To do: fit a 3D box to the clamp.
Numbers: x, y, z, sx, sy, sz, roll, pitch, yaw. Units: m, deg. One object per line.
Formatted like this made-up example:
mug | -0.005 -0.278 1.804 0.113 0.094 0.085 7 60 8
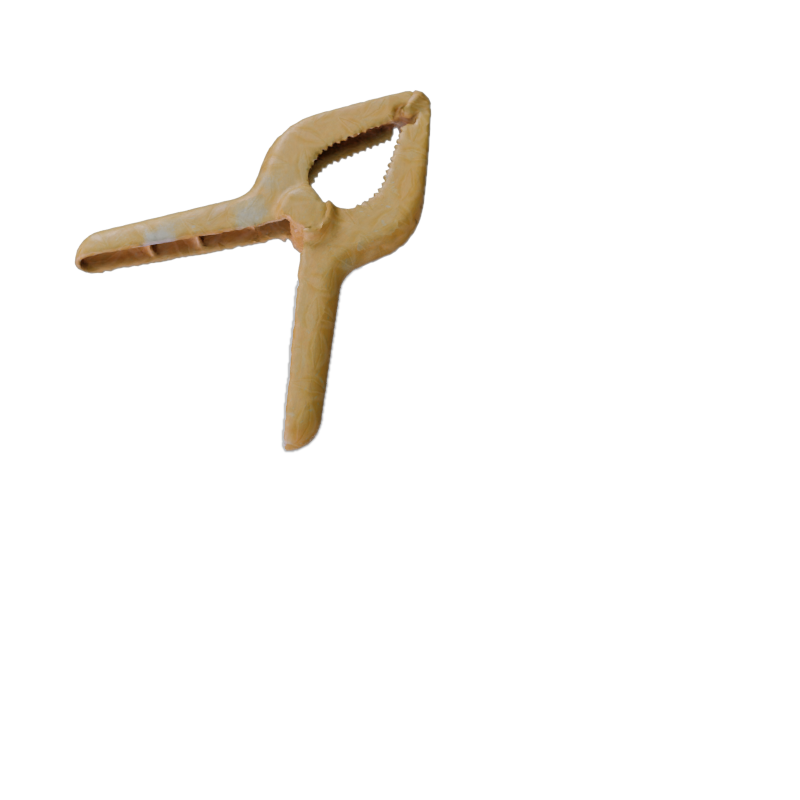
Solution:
clamp | -0.047 -0.086 0.602 0.212 0.172 0.034 -40 -18 -16
